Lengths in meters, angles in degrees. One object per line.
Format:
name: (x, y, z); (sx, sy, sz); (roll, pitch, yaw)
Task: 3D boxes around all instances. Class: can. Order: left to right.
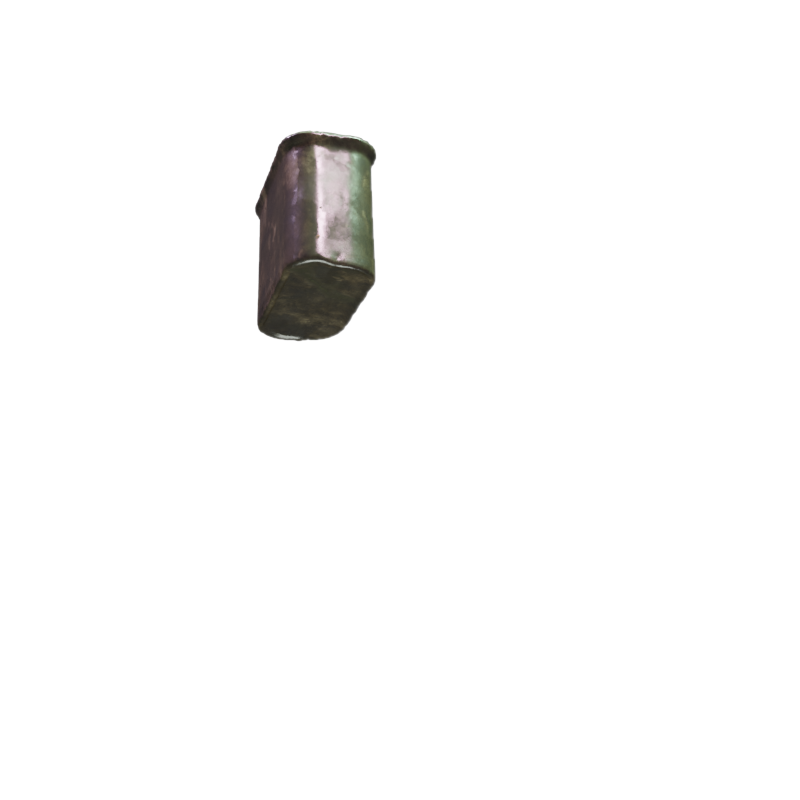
can: (-0.050, -0.092, 0.641); (0.056, 0.089, 0.098); (7, -27, -16)
